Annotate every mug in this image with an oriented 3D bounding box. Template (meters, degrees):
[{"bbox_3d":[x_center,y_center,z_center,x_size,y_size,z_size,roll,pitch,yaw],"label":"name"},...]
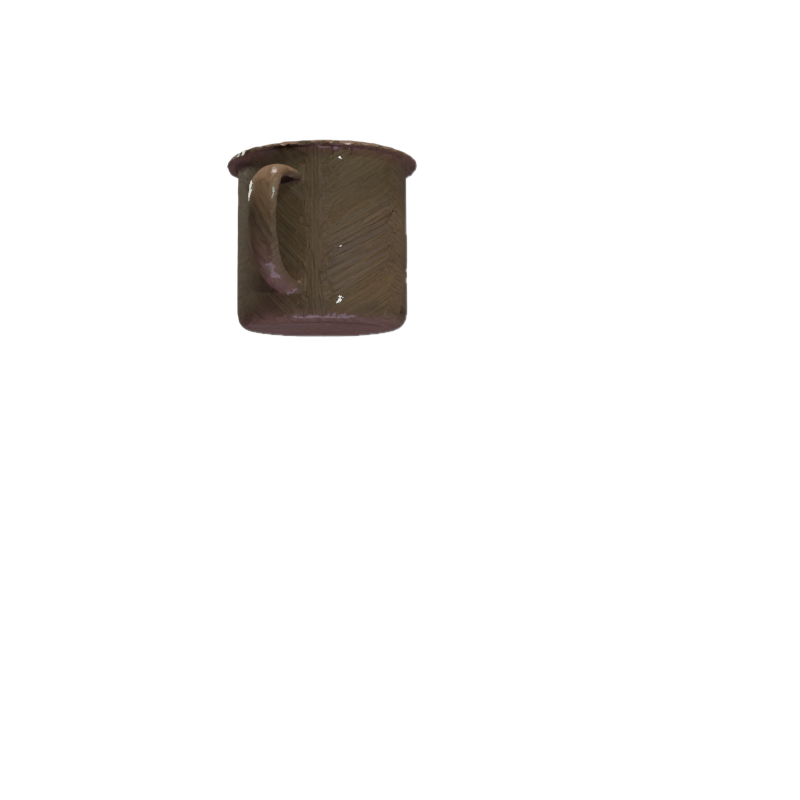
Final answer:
[{"bbox_3d":[-0.041,-0.075,0.526,0.095,0.083,0.112,-2,-6,18],"label":"mug"}]
